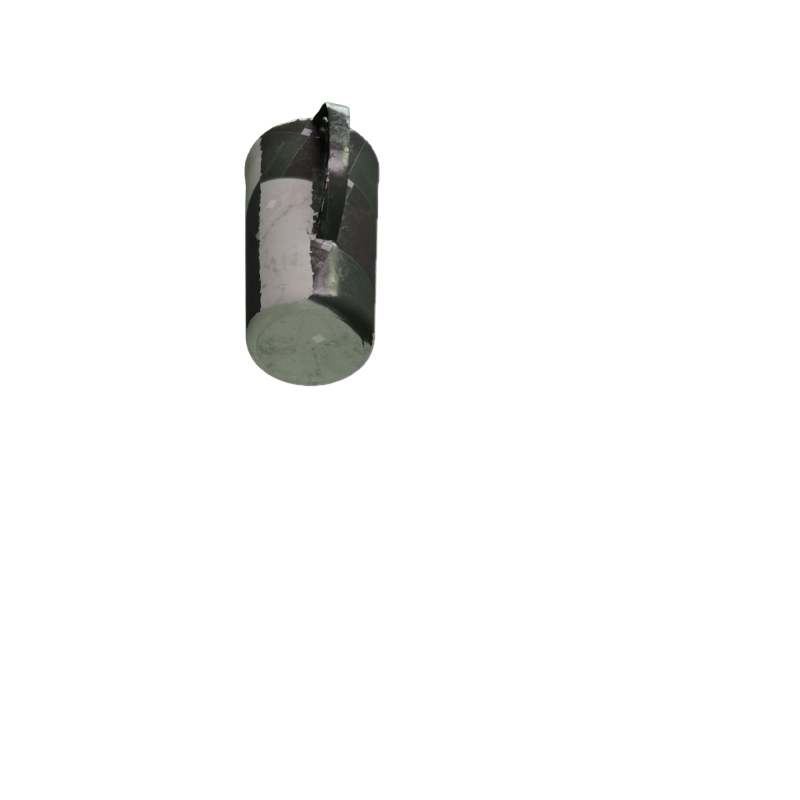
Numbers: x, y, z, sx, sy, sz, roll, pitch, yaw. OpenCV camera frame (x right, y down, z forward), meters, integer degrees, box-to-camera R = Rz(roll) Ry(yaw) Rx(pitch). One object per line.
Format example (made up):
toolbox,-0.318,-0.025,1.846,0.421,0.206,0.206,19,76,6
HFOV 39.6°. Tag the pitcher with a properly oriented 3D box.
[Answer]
pitcher,-0.078,-0.142,0.996,0.146,0.261,0.138,-22,-47,18
